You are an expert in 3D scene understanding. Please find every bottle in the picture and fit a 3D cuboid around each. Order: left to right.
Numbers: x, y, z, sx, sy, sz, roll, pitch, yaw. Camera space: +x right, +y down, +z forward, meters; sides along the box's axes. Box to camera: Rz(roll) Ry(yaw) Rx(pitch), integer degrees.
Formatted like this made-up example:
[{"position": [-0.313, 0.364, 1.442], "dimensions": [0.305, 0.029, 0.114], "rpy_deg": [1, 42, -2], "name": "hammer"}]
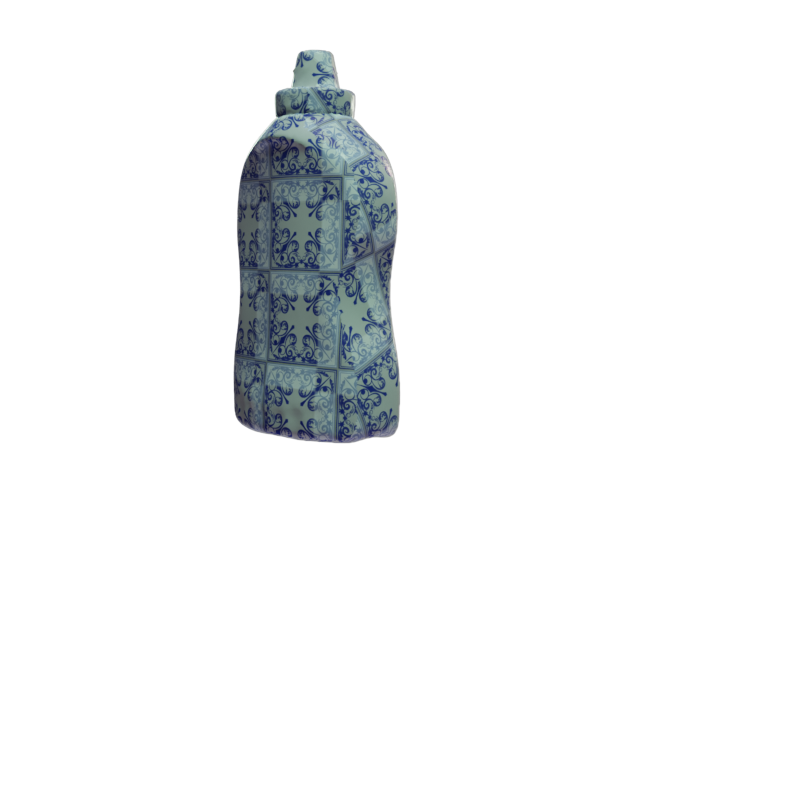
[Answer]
[{"position": [-0.043, -0.080, 0.559], "dimensions": [0.056, 0.192, 0.100], "rpy_deg": [0, 1, -42], "name": "bottle"}]
